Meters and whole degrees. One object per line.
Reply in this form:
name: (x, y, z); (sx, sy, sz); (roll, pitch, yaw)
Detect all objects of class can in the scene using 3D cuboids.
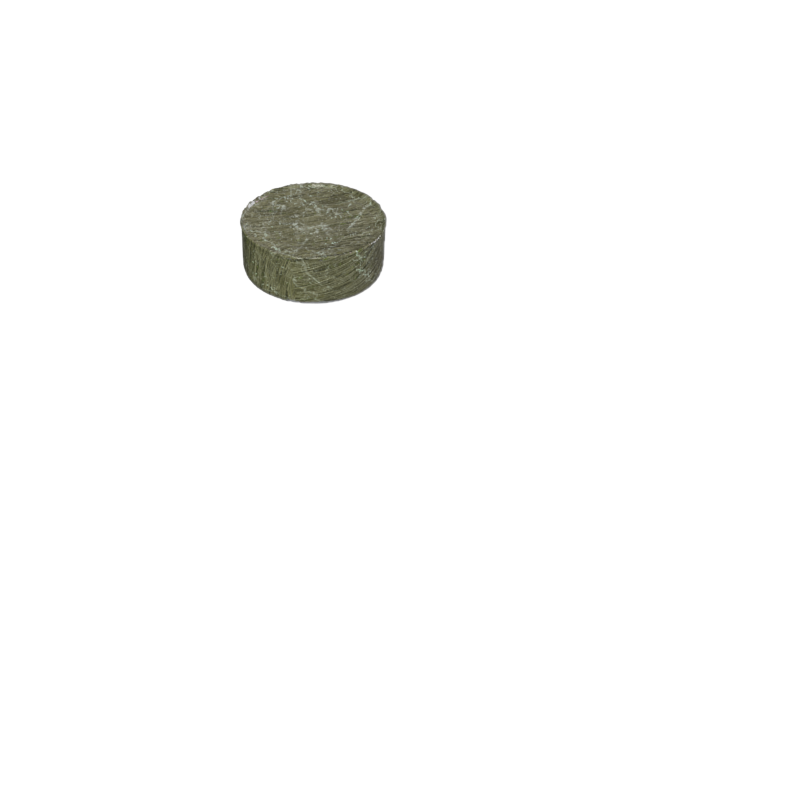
can: (-0.051, -0.094, 0.657); (0.086, 0.031, 0.092); (-1, 37, -2)
